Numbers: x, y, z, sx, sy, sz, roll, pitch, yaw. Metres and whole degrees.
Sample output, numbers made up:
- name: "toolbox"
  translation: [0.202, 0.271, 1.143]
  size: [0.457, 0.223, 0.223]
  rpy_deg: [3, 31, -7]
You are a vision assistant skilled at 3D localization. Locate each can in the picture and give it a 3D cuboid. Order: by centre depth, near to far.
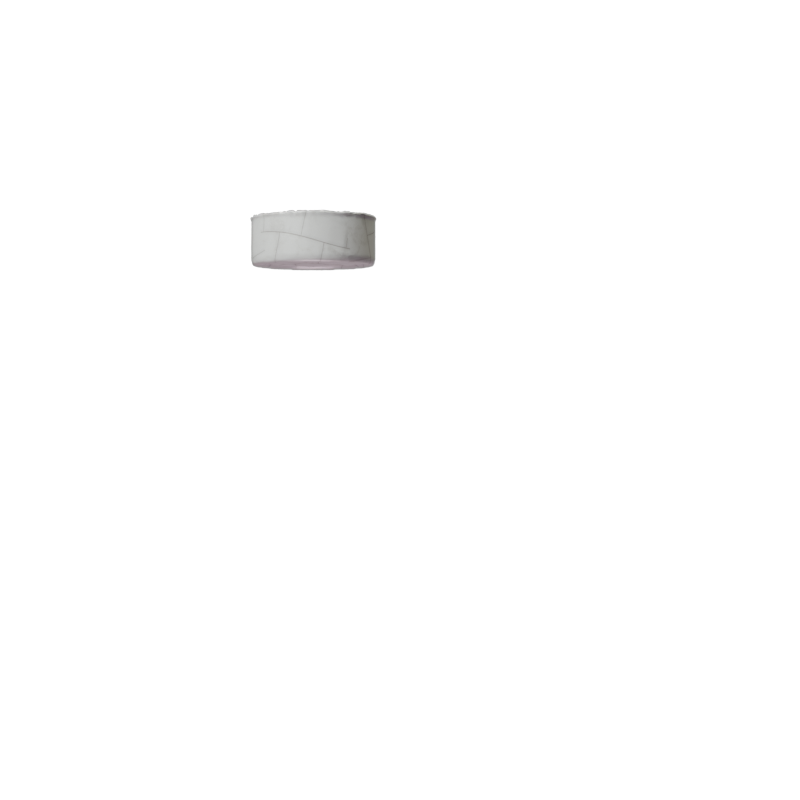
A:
- name: "can"
  translation: [-0.059, -0.108, 0.753]
  size: [0.086, 0.034, 0.086]
  rpy_deg: [0, 2, -2]
